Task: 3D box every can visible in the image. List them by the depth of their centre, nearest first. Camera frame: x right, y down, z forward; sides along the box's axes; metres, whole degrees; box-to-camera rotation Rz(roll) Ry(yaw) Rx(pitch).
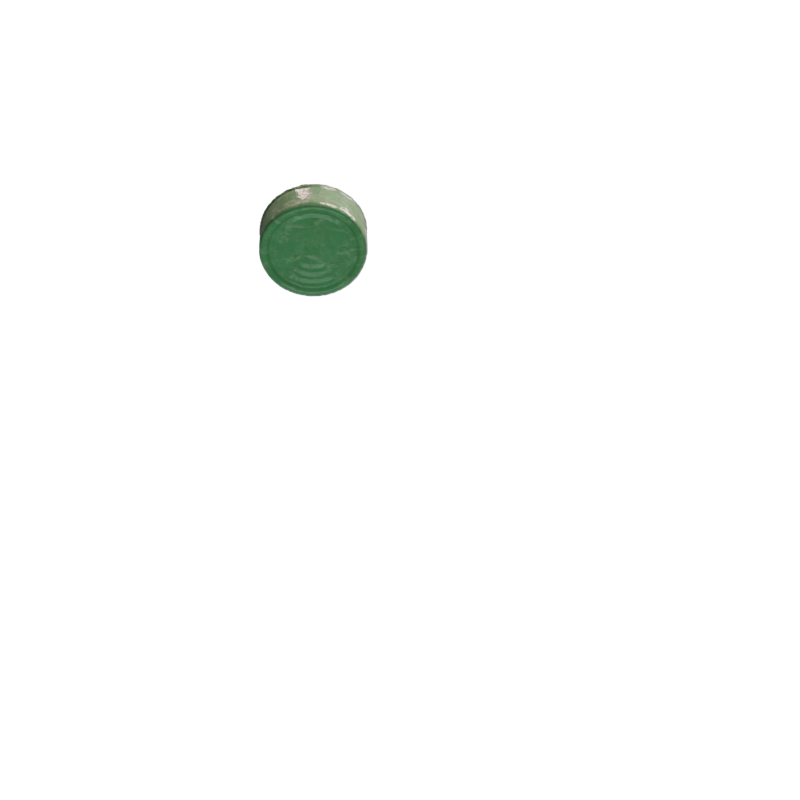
[{"bbox_3d":[-0.068,-0.124,0.868,0.086,0.080,0.036,1,34,-1],"label":"can"}]
